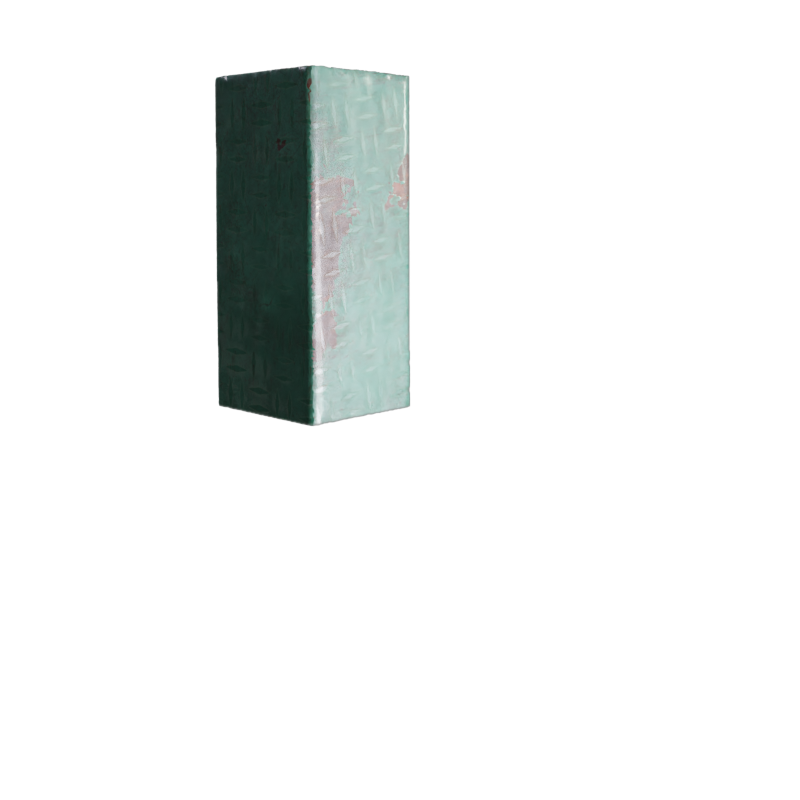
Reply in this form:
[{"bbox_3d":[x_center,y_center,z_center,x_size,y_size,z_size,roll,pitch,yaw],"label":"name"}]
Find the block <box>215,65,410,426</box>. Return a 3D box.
[{"bbox_3d":[-0.055,-0.099,0.691,0.095,0.205,0.087,4,6,44],"label":"block"}]
